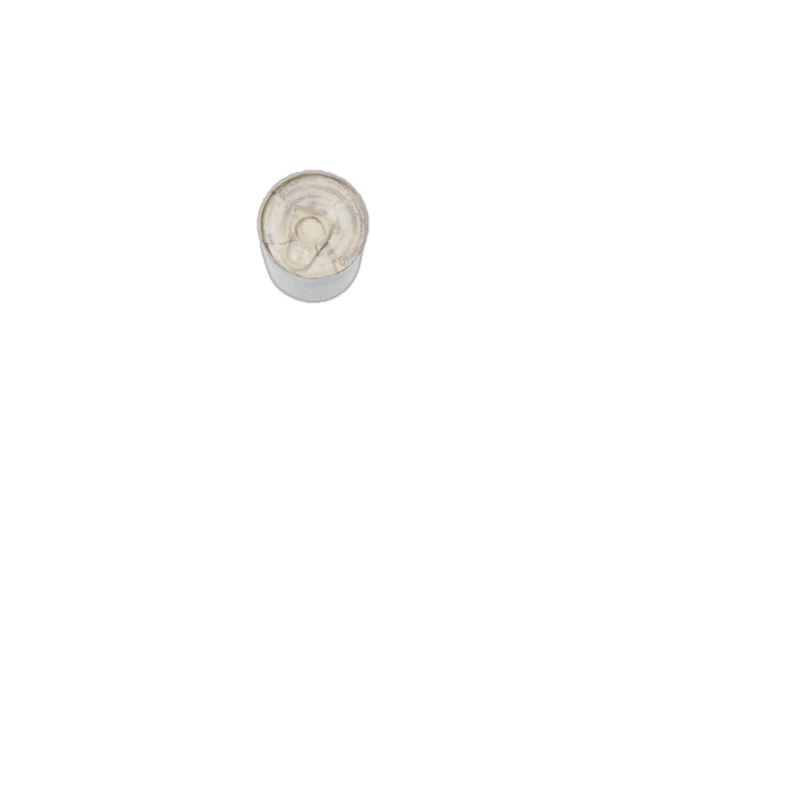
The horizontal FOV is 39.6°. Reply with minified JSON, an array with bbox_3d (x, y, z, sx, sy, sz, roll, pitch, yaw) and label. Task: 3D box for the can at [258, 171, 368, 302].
[{"bbox_3d":[-0.057,-0.104,0.730,0.068,0.070,0.100,0,-7,-3],"label":"can"}]
